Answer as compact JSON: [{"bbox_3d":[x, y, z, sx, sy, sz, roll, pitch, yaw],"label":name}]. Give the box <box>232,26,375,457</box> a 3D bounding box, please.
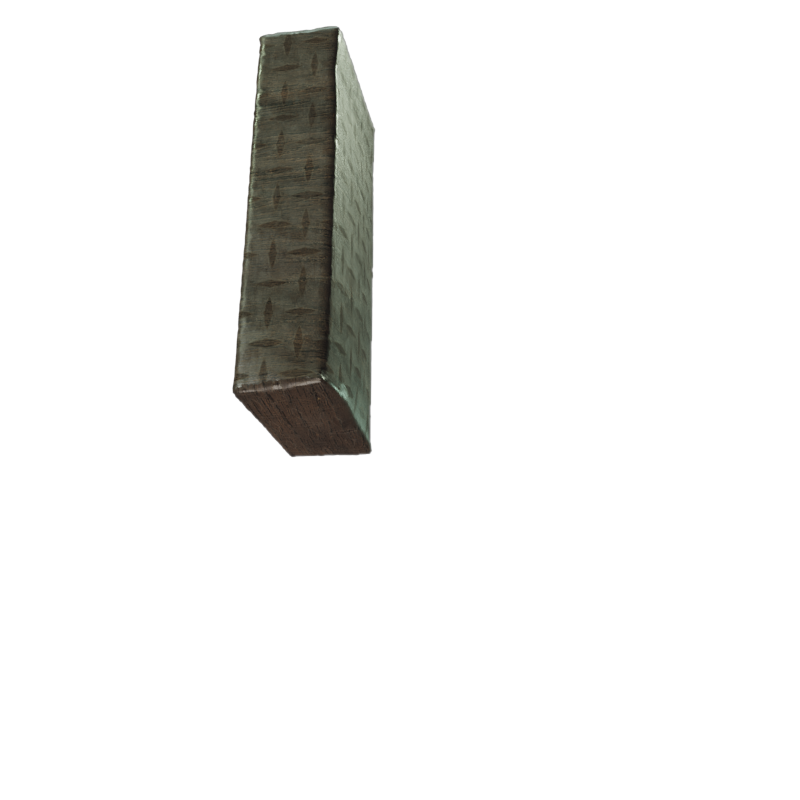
[{"bbox_3d":[-0.040,-0.073,0.509,0.048,0.187,0.087,-7,-26,9],"label":"box"}]
